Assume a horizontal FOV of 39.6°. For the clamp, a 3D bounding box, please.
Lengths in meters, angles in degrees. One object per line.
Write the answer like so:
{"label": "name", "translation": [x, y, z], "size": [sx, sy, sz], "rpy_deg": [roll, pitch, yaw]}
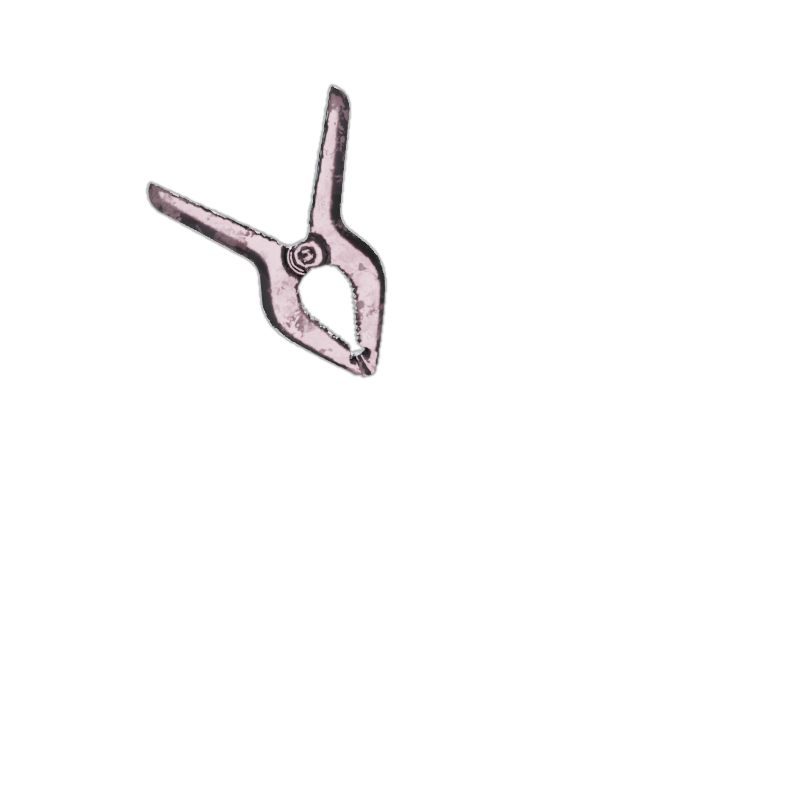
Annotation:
{"label": "clamp", "translation": [-0.064, -0.118, 0.823], "size": [0.164, 0.209, 0.037], "rpy_deg": [-35, 2, 1]}
